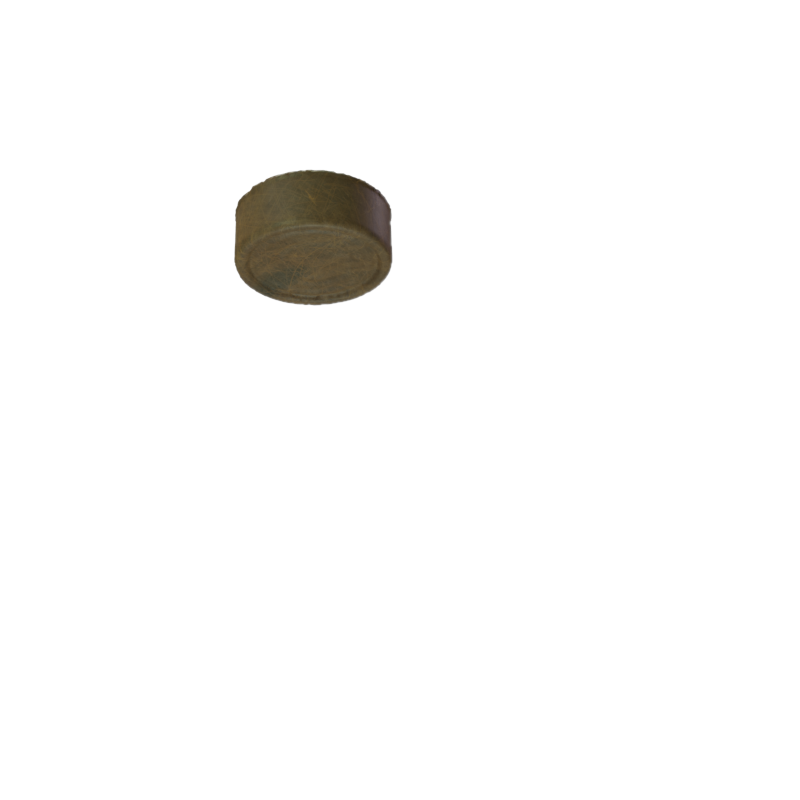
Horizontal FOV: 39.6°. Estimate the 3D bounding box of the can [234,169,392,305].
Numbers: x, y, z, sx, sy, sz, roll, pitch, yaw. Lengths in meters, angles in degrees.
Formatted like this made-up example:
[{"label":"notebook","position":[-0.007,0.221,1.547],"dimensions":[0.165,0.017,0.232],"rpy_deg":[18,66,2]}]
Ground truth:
[{"label":"can","position":[-0.047,-0.085,0.599],"dimensions":[0.086,0.036,0.081],"rpy_deg":[1,-28,-2]}]
